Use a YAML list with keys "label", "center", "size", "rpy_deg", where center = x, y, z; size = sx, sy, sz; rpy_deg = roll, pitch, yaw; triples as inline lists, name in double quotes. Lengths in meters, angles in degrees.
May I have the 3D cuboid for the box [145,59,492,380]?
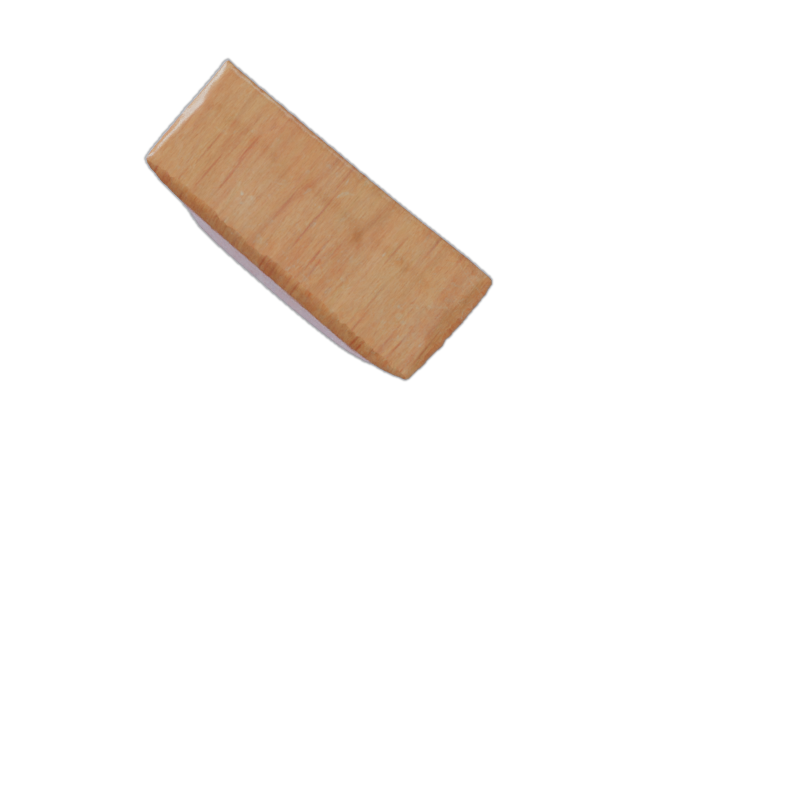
- label: "box"
  center: [-0.048, -0.088, 0.614]
  size: [0.165, 0.072, 0.213]
  rpy_deg: [40, -1, -2]
